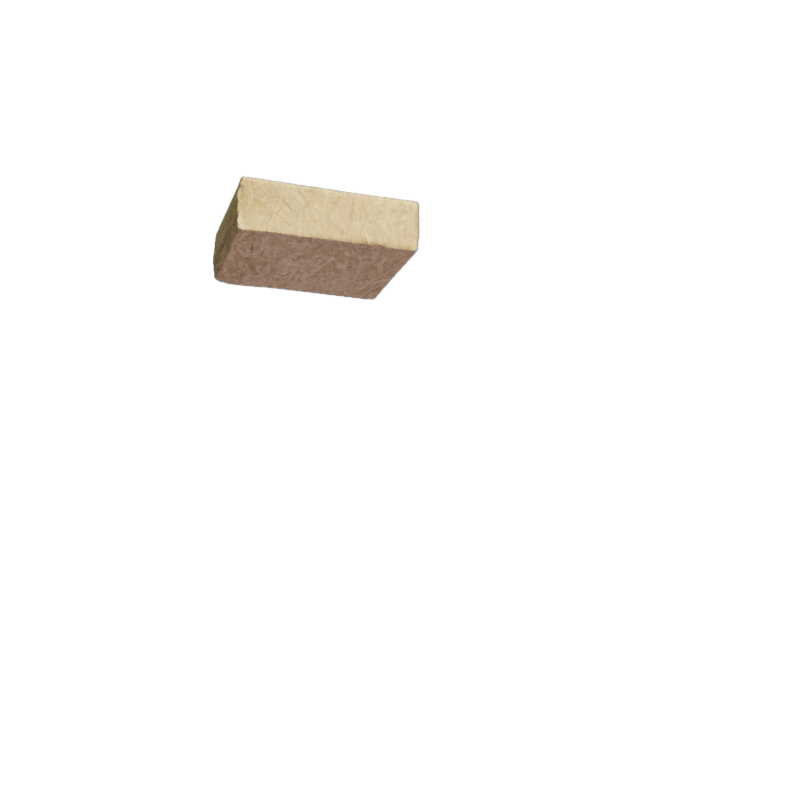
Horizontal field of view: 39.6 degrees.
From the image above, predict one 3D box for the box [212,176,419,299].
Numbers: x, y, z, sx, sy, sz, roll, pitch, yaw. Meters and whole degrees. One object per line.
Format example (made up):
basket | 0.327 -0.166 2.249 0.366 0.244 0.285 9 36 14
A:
box | -0.054 -0.099 0.691 0.111 0.041 0.088 5 -18 -15
